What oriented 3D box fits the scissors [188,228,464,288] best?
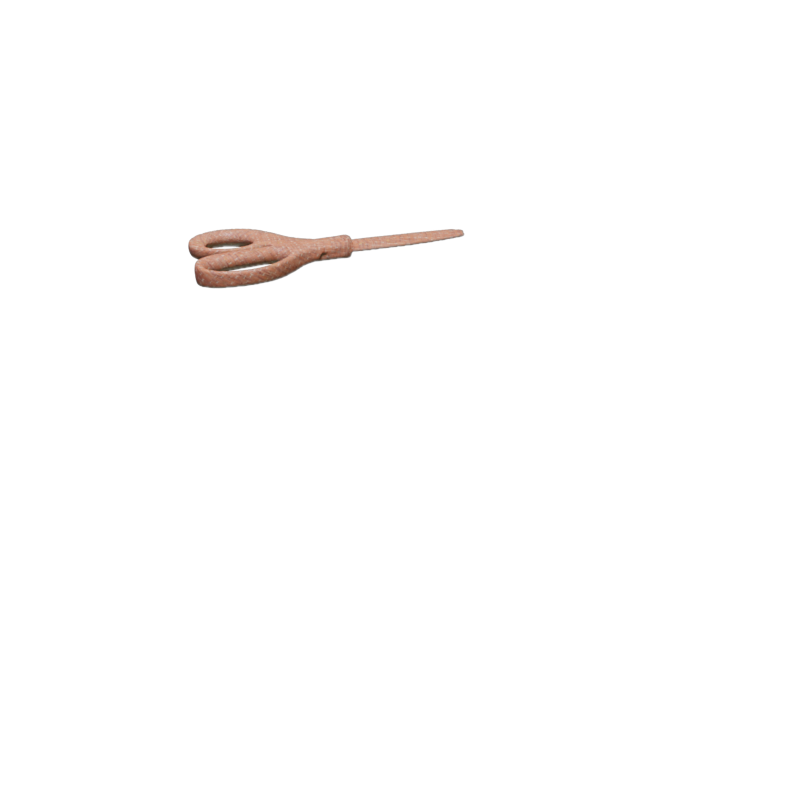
[{"bbox_3d":[-0.062,-0.112,0.786,0.198,0.015,0.103,-18,31,-32],"label":"scissors"}]
